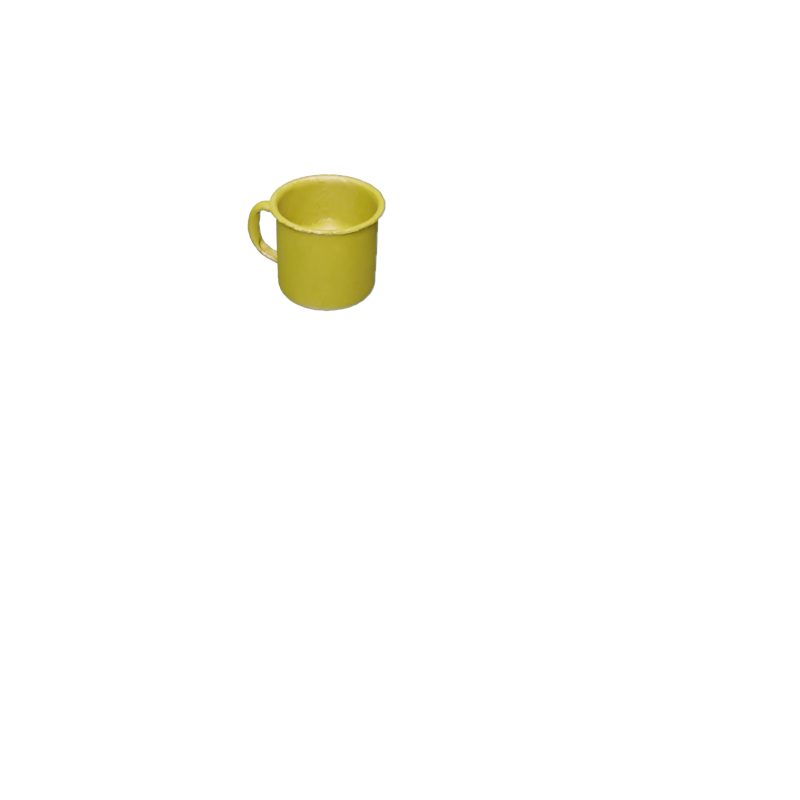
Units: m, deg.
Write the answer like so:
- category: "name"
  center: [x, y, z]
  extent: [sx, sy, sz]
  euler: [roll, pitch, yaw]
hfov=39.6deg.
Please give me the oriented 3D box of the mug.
- category: "mug"
  center: [-0.071, -0.129, 0.907]
  extent: [0.121, 0.076, 0.097]
  euler: [13, 38, 15]
